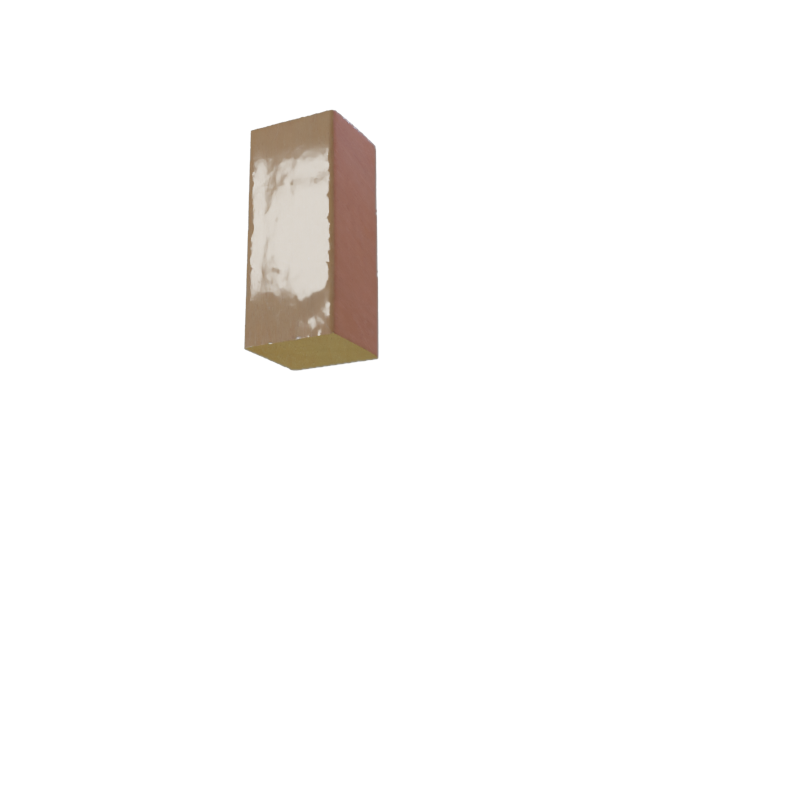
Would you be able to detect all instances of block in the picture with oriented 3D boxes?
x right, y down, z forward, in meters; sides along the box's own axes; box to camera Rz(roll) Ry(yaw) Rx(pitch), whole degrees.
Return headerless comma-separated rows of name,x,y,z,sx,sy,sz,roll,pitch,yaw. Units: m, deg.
block,-0.077,-0.141,0.990,0.092,0.216,0.084,-11,-22,25
